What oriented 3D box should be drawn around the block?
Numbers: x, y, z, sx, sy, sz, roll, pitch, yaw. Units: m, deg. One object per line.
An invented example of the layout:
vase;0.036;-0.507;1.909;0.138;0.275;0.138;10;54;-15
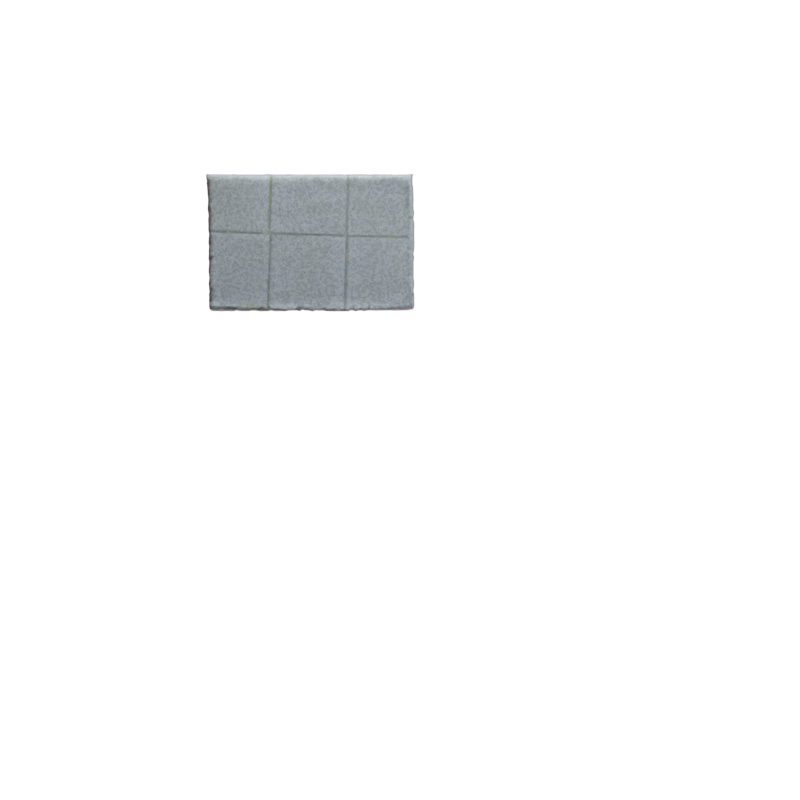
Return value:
block;-0.033;-0.061;0.428;0.078;0.051;0.053;0;4;0
